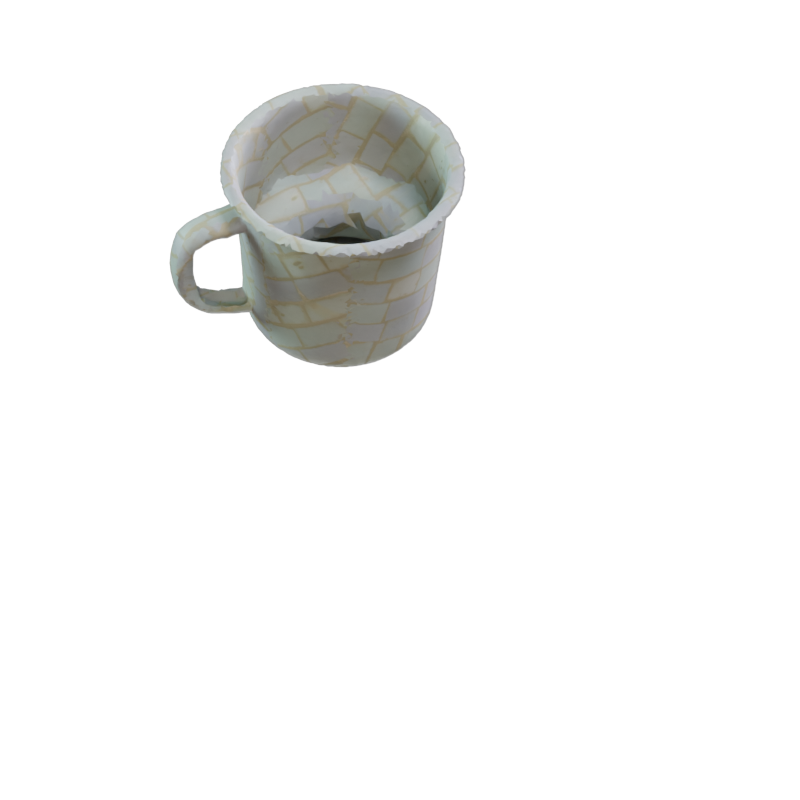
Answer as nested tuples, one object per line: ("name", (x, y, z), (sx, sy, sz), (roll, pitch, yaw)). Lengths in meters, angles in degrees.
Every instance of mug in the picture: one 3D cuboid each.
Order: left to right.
("mug", (-0.035, -0.064, 0.446), (0.116, 0.101, 0.076), (-19, -35, -15))
